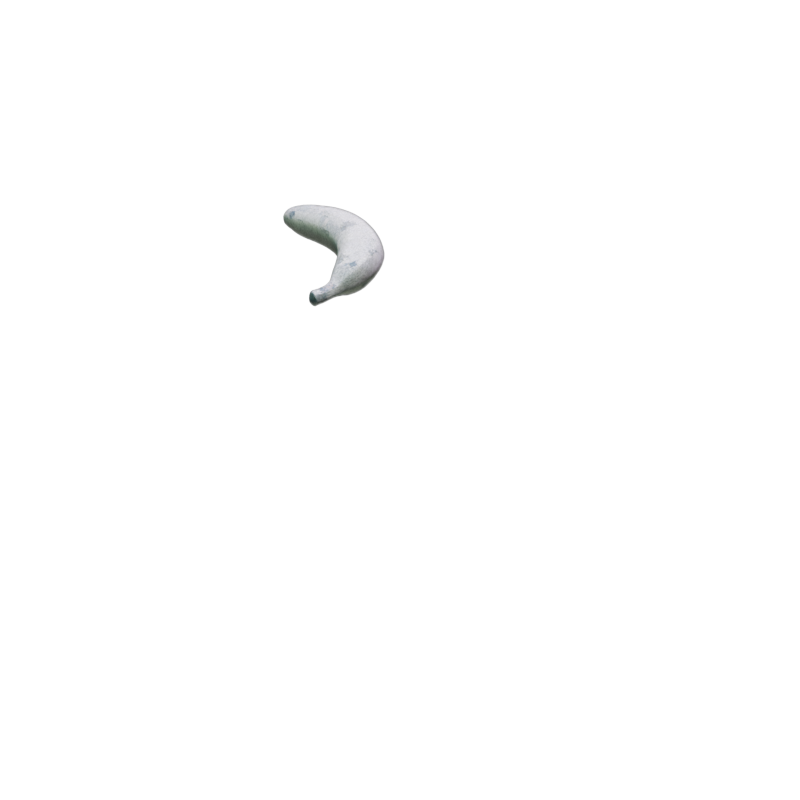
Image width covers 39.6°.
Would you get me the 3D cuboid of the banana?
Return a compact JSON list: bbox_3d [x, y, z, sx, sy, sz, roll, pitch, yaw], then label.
[{"bbox_3d":[-0.053,-0.130,0.914,0.069,0.035,0.210,-4,25,-10],"label":"banana"}]
